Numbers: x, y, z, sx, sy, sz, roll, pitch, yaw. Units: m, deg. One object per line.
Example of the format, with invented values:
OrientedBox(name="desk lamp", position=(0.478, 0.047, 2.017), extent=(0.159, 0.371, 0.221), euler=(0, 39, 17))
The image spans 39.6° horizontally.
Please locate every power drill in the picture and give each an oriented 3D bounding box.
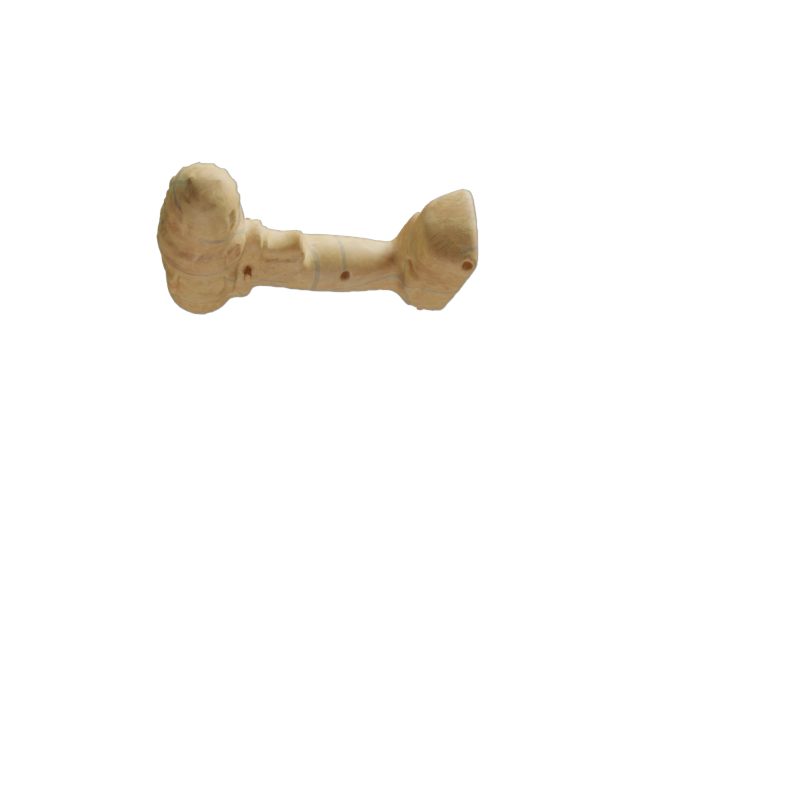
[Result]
OrientedBox(name="power drill", position=(-0.053, -0.096, 0.671), extent=(0.186, 0.059, 0.180), euler=(1, -11, -8))
